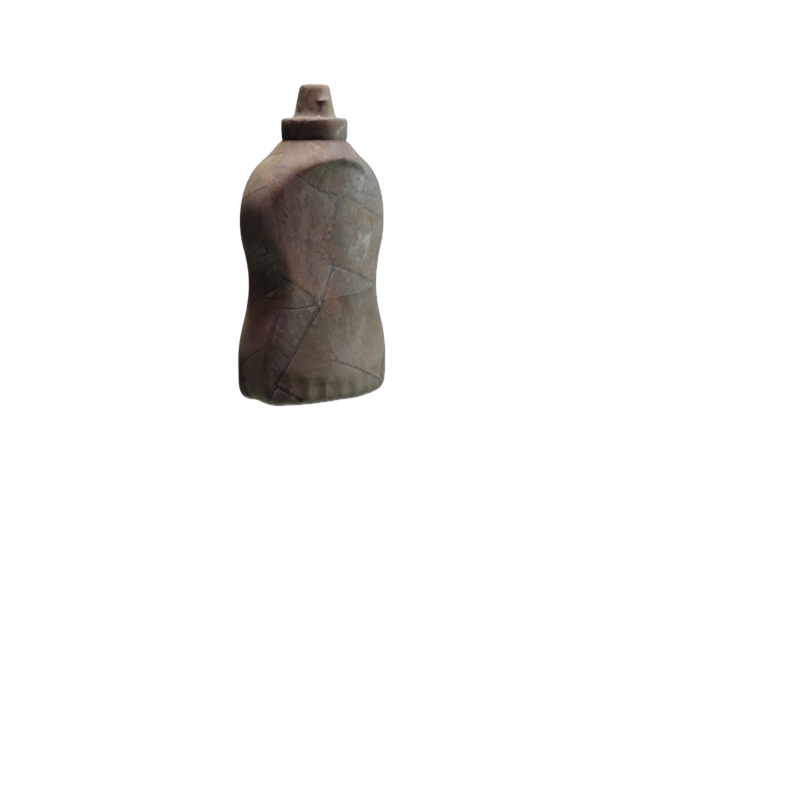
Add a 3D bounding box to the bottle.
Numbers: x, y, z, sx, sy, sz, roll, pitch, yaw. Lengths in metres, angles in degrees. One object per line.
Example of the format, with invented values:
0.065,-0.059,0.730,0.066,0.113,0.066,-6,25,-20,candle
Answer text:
-0.053,-0.098,0.683,0.093,0.190,0.061,-4,6,-37,bottle
